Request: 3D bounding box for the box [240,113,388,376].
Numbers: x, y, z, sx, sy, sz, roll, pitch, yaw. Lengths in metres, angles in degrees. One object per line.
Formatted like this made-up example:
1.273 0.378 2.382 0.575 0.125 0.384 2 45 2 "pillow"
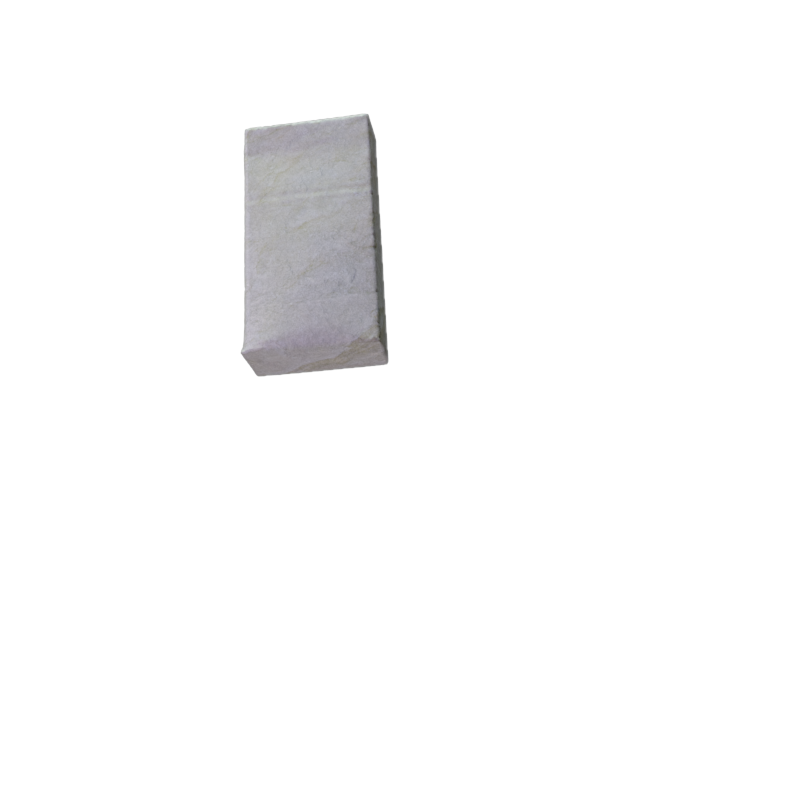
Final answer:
-0.059 -0.108 0.760 0.094 0.187 0.045 -6 -28 8 "box"
